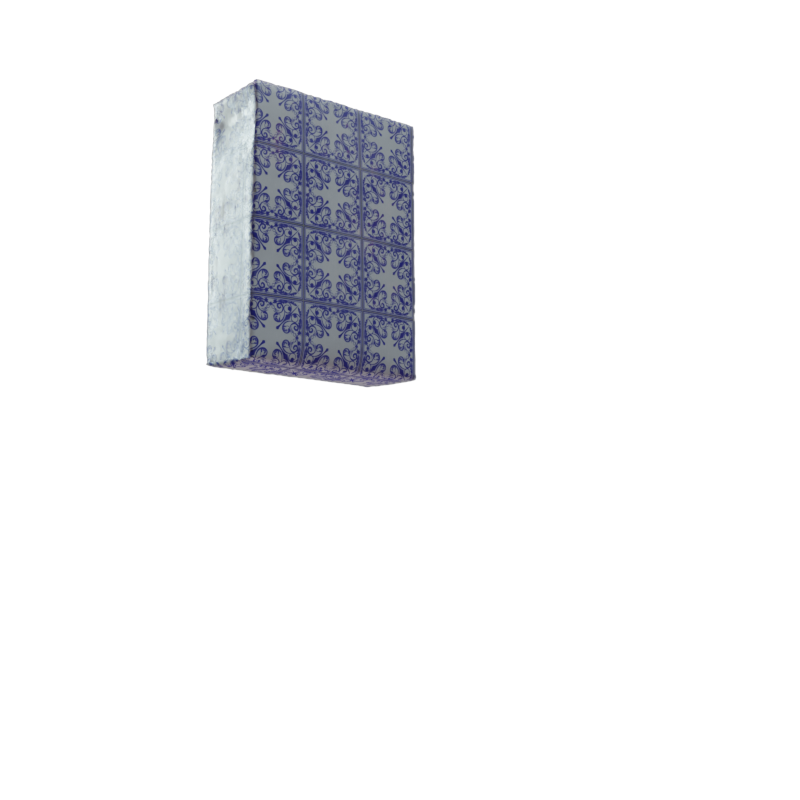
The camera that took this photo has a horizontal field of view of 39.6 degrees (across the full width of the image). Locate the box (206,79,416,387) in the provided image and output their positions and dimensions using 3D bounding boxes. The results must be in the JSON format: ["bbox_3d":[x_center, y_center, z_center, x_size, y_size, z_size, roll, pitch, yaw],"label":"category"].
[{"bbox_3d":[-0.068,-0.124,0.871,0.156,0.221,0.073,9,-17,-39],"label":"box"}]
